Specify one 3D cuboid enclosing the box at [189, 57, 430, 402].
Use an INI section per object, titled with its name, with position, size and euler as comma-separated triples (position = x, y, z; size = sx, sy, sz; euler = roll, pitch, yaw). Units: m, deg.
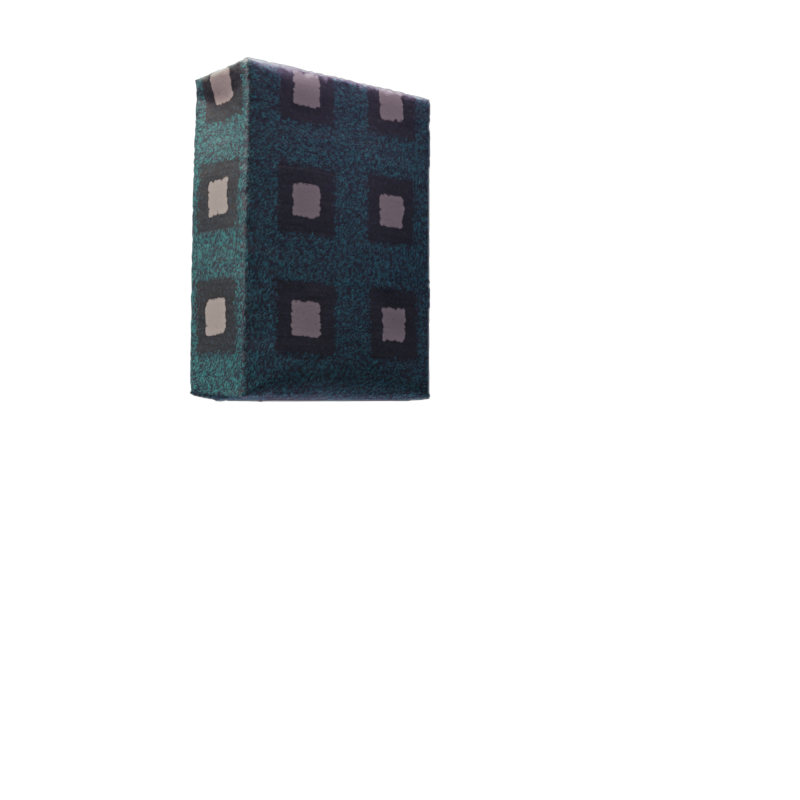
[box]
position = -0.059, -0.107, 0.749
size = 0.157, 0.218, 0.074
euler = 4, -8, -41
